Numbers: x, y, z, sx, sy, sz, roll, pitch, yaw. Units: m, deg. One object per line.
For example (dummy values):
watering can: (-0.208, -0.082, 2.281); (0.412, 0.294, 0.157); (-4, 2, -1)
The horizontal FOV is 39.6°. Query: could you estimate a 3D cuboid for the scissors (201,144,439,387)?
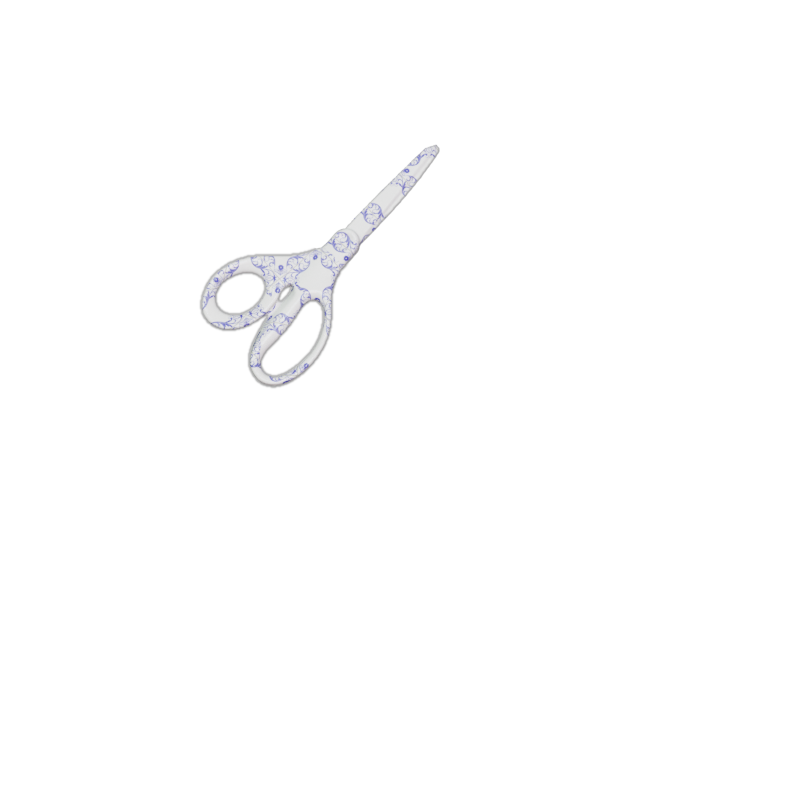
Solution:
scissors: (-0.058, -0.105, 0.739); (0.098, 0.207, 0.015); (24, -18, 8)
